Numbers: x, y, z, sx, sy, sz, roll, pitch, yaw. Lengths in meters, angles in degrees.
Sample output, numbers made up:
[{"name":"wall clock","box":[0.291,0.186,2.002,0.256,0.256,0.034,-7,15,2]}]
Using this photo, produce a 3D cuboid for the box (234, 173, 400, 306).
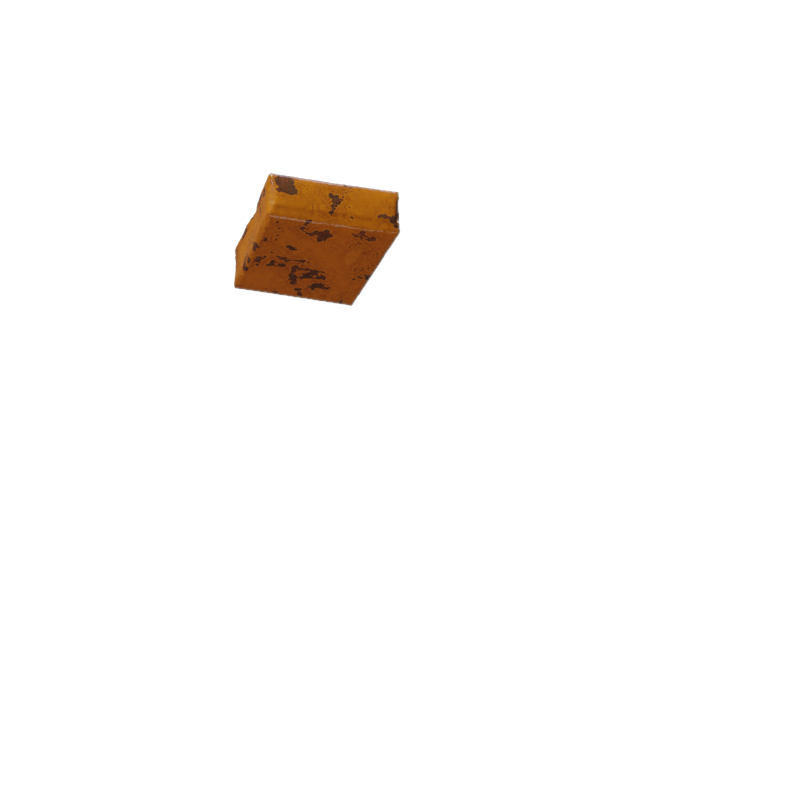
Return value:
[{"name":"box","box":[-0.049,-0.089,0.621,0.071,0.032,0.086,7,-25,-16]}]
